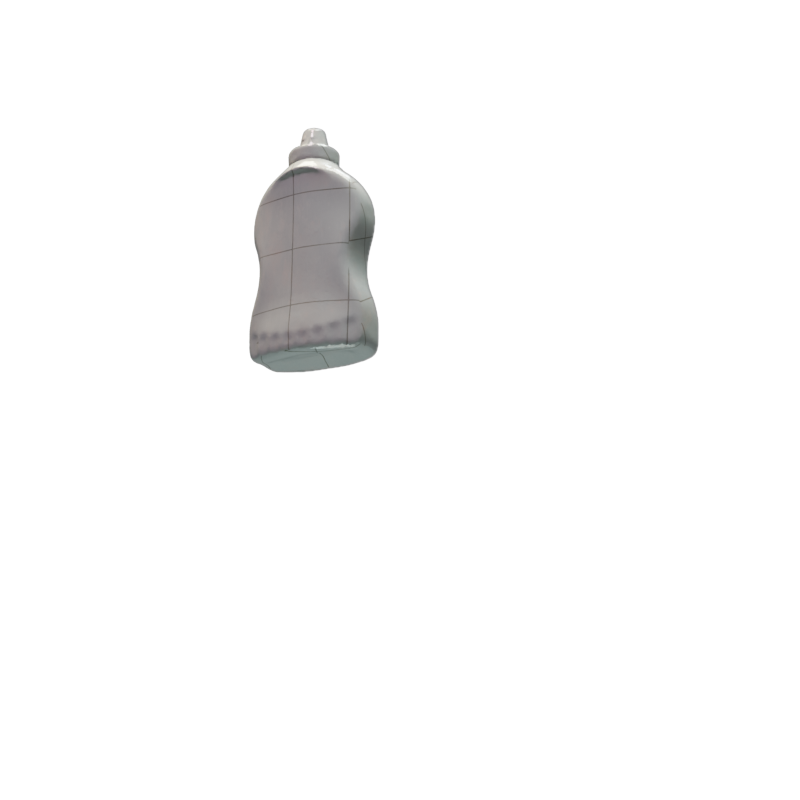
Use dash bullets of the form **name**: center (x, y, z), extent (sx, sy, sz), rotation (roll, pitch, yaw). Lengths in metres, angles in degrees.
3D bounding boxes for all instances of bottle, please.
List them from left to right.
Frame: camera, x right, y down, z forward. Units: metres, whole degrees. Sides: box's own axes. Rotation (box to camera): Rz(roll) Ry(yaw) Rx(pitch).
- **bottle**: center (-0.067, -0.122, 0.853), extent (0.098, 0.201, 0.054), rotation (-12, -24, 25)
